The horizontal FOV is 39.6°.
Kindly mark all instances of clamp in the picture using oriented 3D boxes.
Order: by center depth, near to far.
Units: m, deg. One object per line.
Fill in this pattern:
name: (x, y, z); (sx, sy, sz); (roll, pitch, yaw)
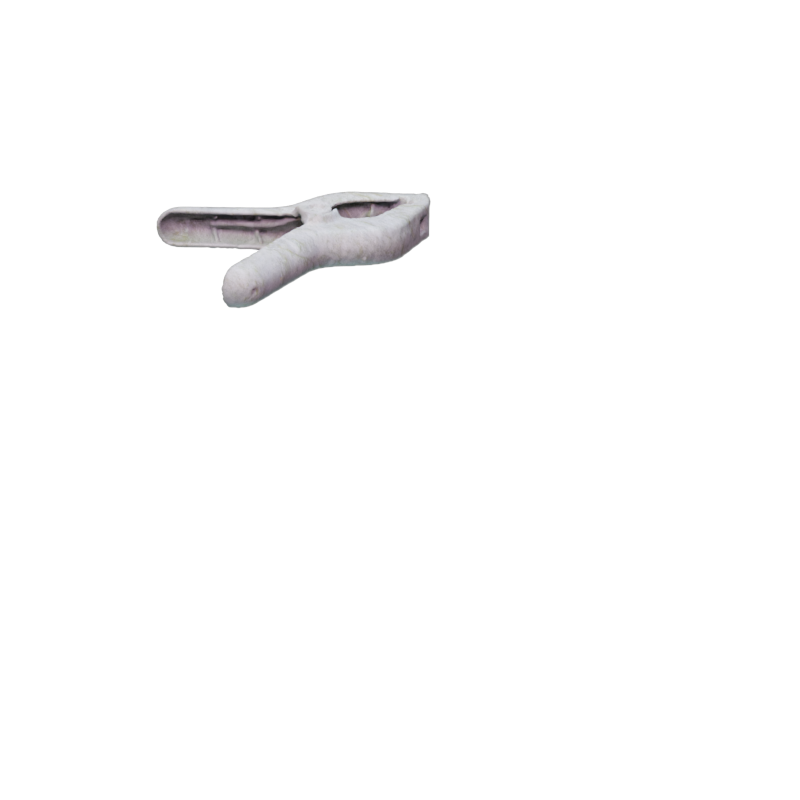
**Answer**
clamp: (-0.052, -0.095, 0.668); (0.169, 0.037, 0.130); (-11, 36, -16)
